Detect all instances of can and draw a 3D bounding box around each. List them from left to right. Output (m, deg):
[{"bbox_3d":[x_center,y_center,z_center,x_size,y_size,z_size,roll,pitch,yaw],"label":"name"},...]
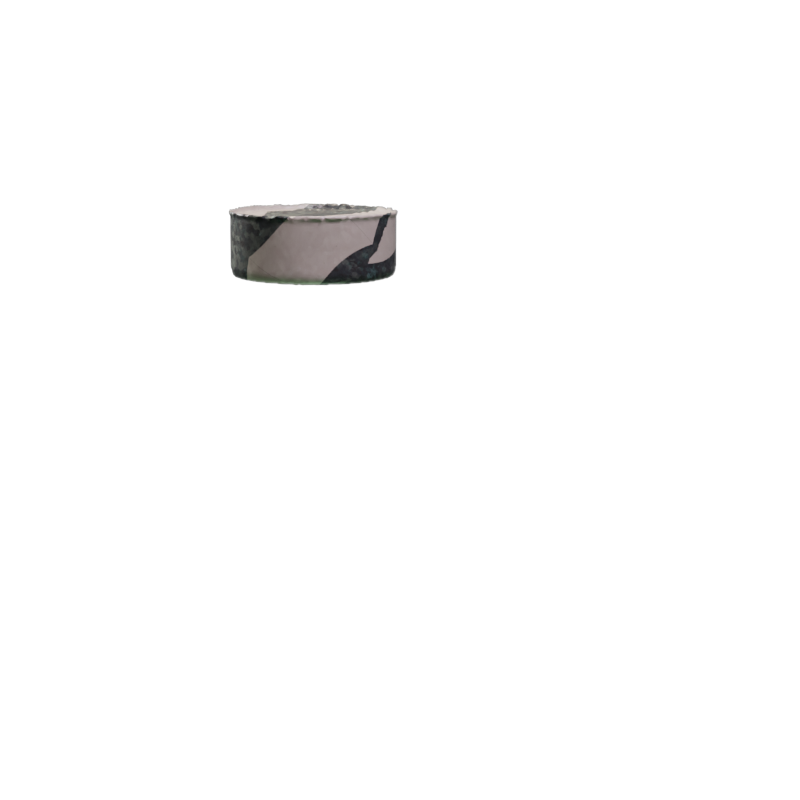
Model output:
[{"bbox_3d":[-0.044,-0.081,0.565,0.086,0.033,0.088,0,13,-2],"label":"can"}]
